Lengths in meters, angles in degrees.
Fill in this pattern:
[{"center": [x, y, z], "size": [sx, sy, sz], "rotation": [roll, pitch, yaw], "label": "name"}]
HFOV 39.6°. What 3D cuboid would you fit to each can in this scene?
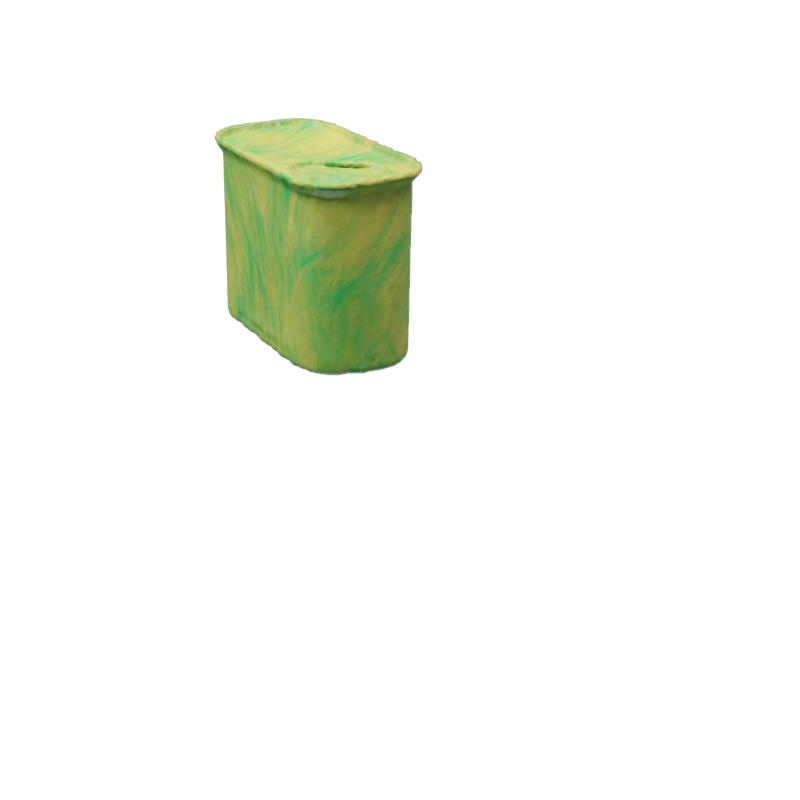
[{"center": [-0.037, -0.067, 0.472], "size": [0.056, 0.080, 0.109], "rotation": [-12, 27, -29], "label": "can"}]
